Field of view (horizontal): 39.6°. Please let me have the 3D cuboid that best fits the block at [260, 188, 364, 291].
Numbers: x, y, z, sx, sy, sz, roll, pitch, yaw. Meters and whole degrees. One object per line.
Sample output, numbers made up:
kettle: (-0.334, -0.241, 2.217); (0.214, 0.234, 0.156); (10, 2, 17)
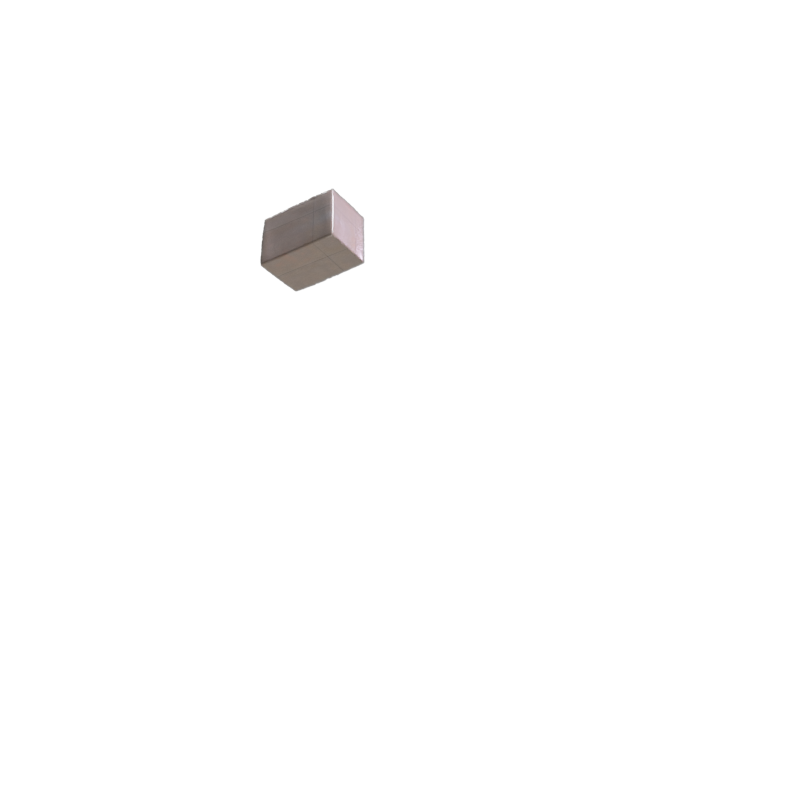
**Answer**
block: (-0.077, -0.140, 0.978); (0.078, 0.055, 0.049); (-20, -38, 26)
